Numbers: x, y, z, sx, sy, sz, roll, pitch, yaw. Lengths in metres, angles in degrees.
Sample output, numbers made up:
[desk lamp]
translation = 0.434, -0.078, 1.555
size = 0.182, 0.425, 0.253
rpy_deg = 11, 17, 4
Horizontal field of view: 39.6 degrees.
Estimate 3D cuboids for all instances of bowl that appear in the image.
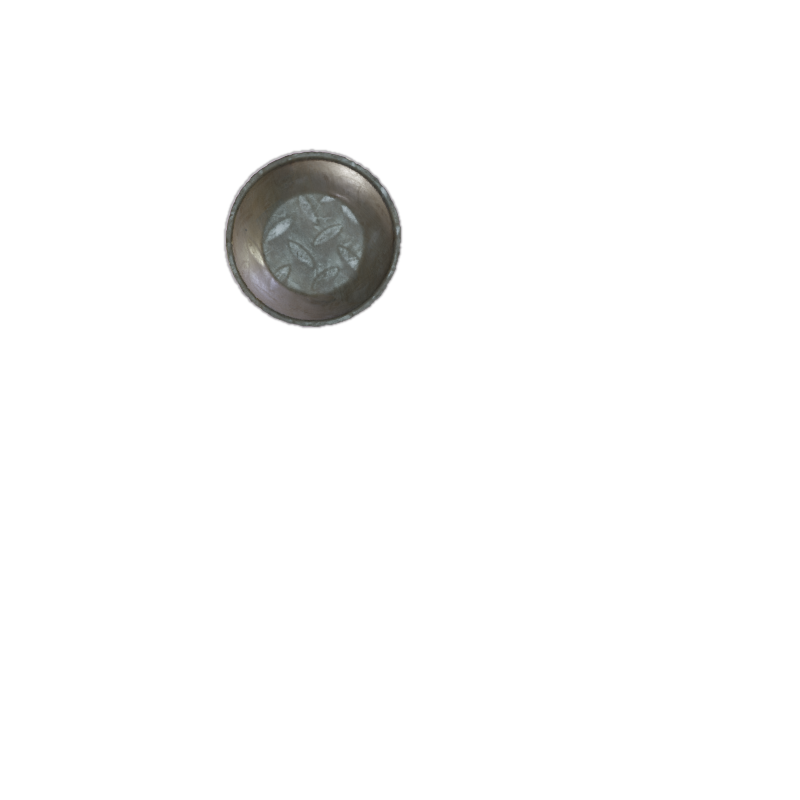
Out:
[bowl]
translation = -0.077, -0.141, 0.987
size = 0.162, 0.160, 0.056
rpy_deg = 0, 5, 0
